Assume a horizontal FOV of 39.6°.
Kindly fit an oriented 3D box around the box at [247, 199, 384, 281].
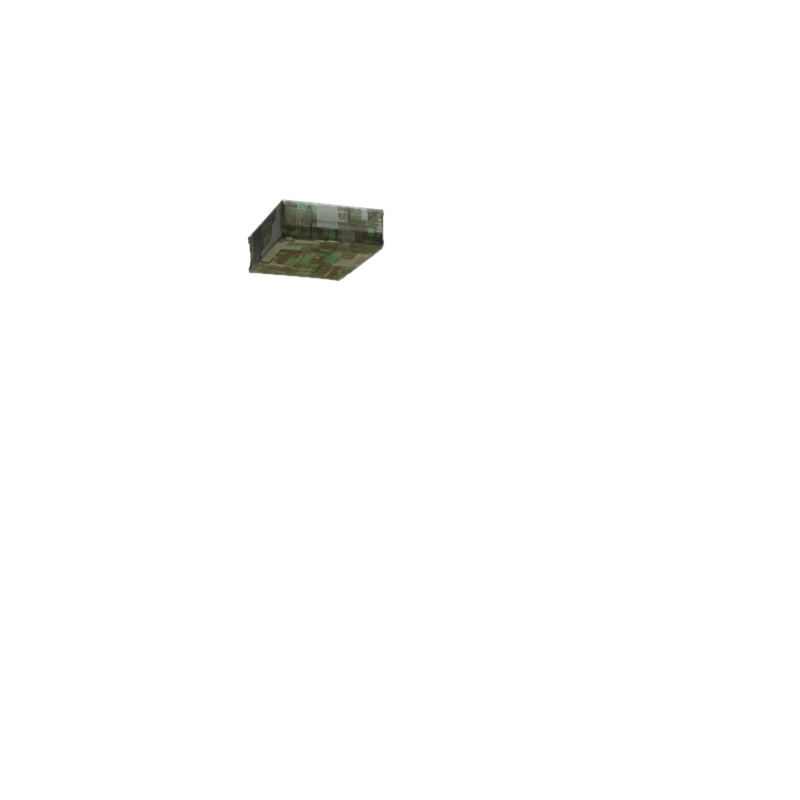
[{"bbox_3d":[-0.074,-0.136,0.951,0.087,0.040,0.112,5,-13,-20],"label":"box"}]
